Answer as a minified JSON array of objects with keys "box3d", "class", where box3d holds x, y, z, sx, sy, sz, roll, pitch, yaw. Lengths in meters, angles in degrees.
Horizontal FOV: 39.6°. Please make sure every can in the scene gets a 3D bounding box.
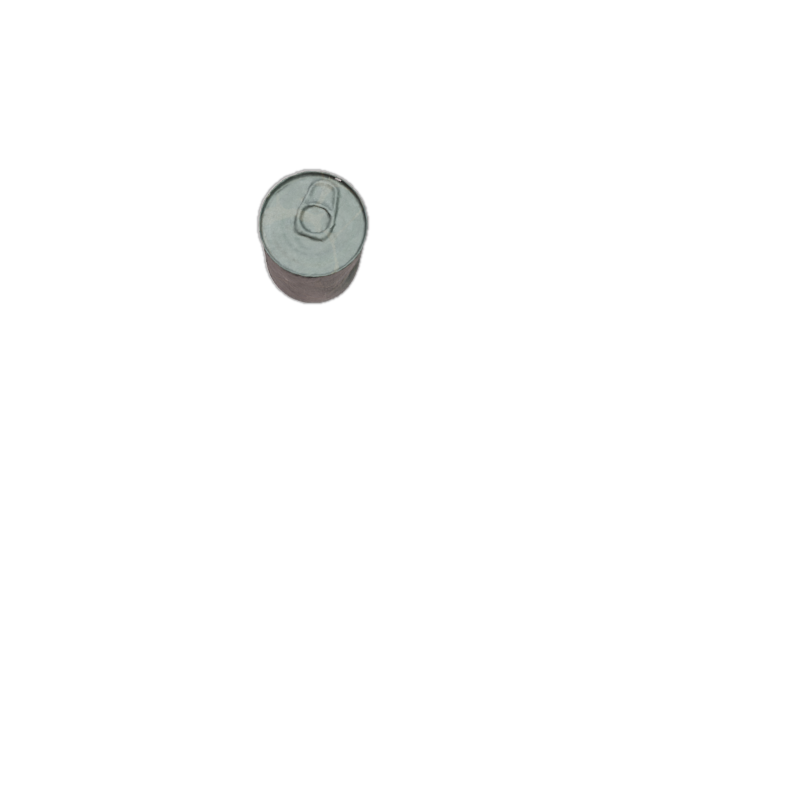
[{"box3d":[-0.057,-0.104,0.728,0.068,0.070,0.100,0,-8,-3],"class":"can"}]
